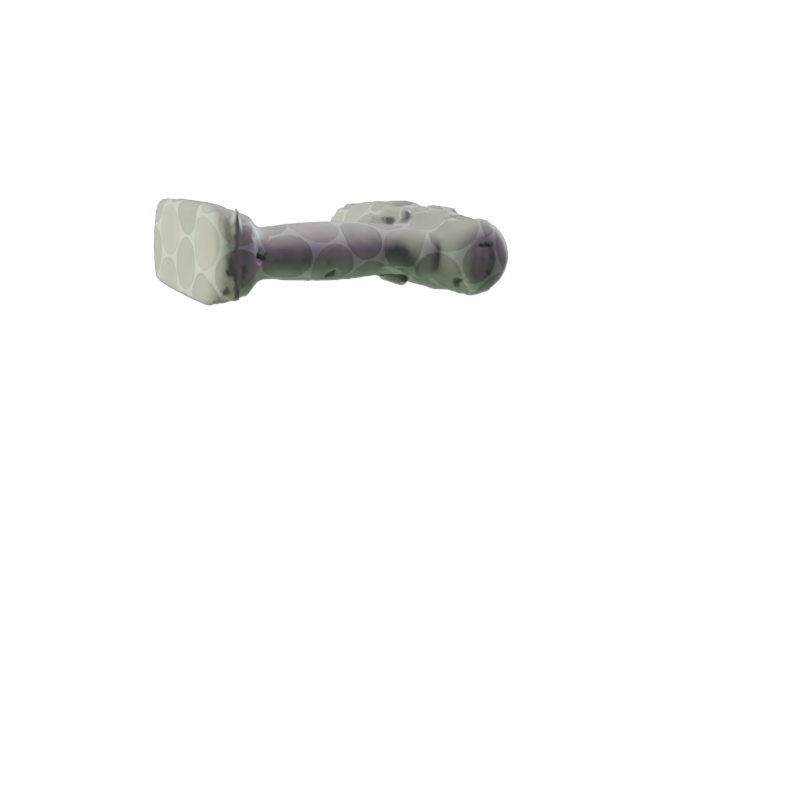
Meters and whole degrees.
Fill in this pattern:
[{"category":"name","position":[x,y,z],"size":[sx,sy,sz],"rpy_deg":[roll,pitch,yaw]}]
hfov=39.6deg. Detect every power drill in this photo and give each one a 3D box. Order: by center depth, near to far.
[{"category":"power drill","position":[-0.054,-0.099,0.694],"size":[0.183,0.056,0.193],"rpy_deg":[-6,14,-27]}]
